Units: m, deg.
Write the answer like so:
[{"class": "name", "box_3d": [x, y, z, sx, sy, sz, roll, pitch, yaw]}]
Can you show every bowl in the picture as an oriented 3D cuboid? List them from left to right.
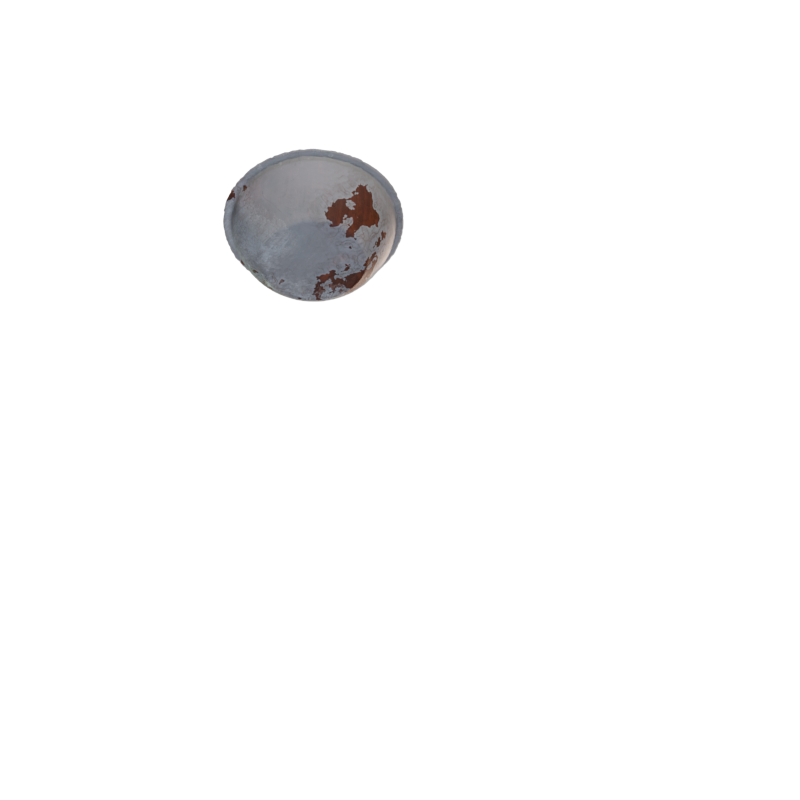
[{"class": "bowl", "box_3d": [-0.076, -0.139, 0.971, 0.162, 0.151, 0.059, 1, 42, -1]}]
